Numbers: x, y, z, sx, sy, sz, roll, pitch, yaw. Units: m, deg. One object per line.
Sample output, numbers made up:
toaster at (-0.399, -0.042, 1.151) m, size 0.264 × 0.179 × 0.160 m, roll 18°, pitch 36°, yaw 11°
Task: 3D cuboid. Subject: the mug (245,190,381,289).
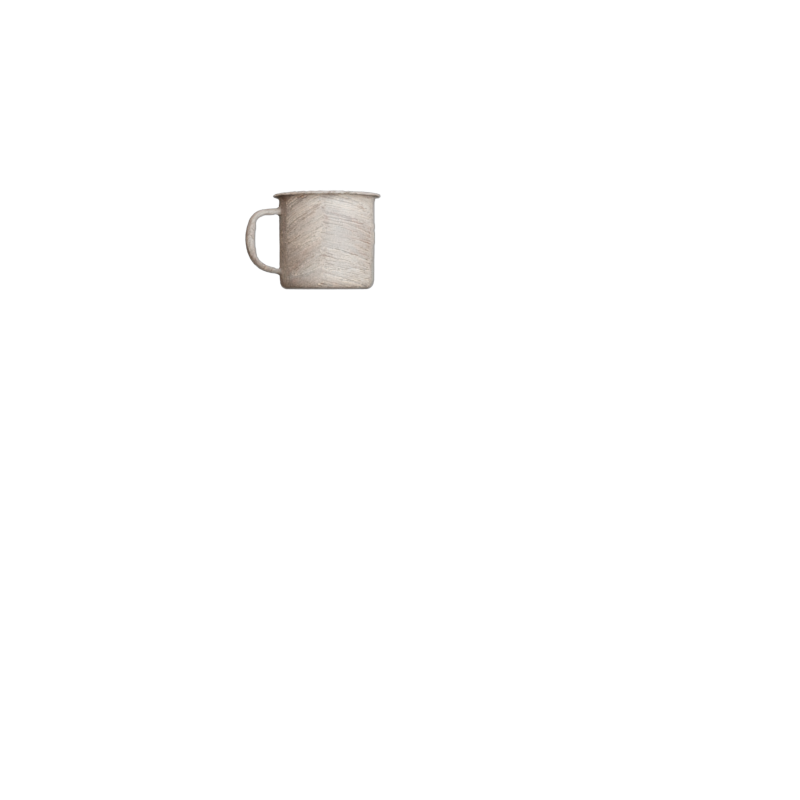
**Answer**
mug at (-0.074, -0.136, 0.950) m, size 0.115 × 0.082 × 0.095 m, roll -1°, pitch 3°, yaw -15°
